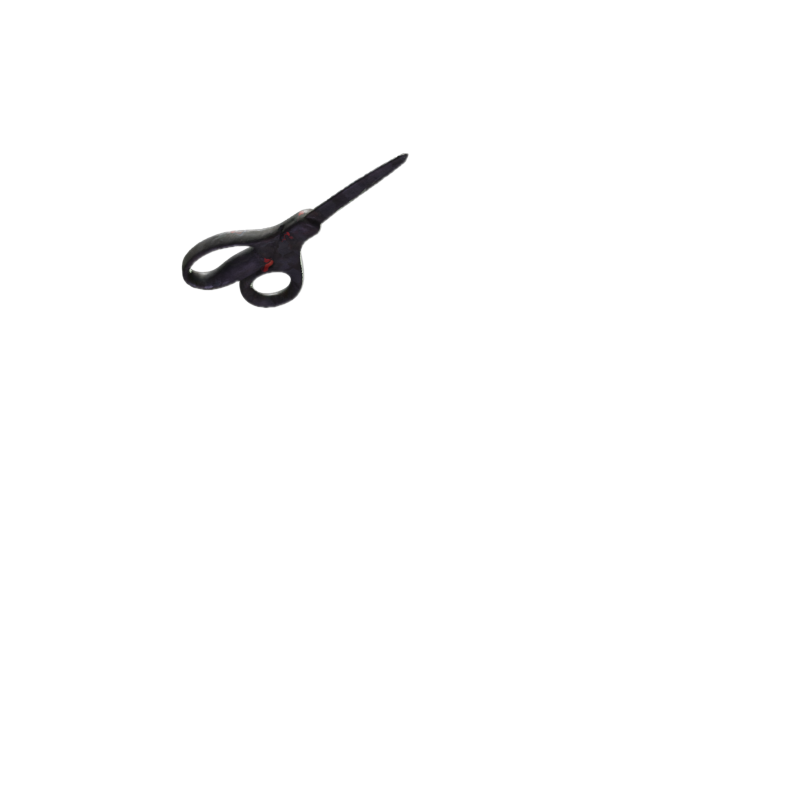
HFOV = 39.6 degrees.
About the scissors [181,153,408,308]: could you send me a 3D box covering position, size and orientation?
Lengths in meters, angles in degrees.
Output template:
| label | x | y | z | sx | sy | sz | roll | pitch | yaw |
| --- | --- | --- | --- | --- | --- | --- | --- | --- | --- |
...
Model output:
| label | x | y | z | sx | sy | sz | roll | pitch | yaw |
| --- | --- | --- | --- | --- | --- | --- | --- | --- | --- |
| scissors | -0.060 | -0.110 | 0.767 | 0.204 | 0.017 | 0.089 | -17 | -34 | 27 |
